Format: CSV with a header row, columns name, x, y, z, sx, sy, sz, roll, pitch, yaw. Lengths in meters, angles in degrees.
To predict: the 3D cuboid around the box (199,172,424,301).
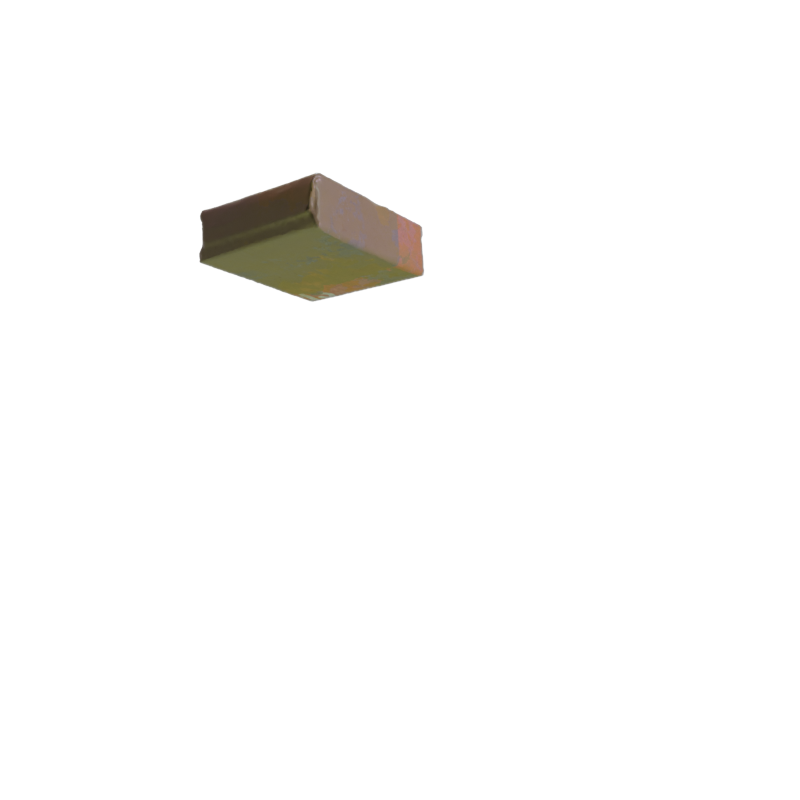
name,x,y,z,sx,sy,sz,roll,pitch,yaw
box,-0.043,-0.078,0.544,0.075,0.031,0.084,-11,-18,36
